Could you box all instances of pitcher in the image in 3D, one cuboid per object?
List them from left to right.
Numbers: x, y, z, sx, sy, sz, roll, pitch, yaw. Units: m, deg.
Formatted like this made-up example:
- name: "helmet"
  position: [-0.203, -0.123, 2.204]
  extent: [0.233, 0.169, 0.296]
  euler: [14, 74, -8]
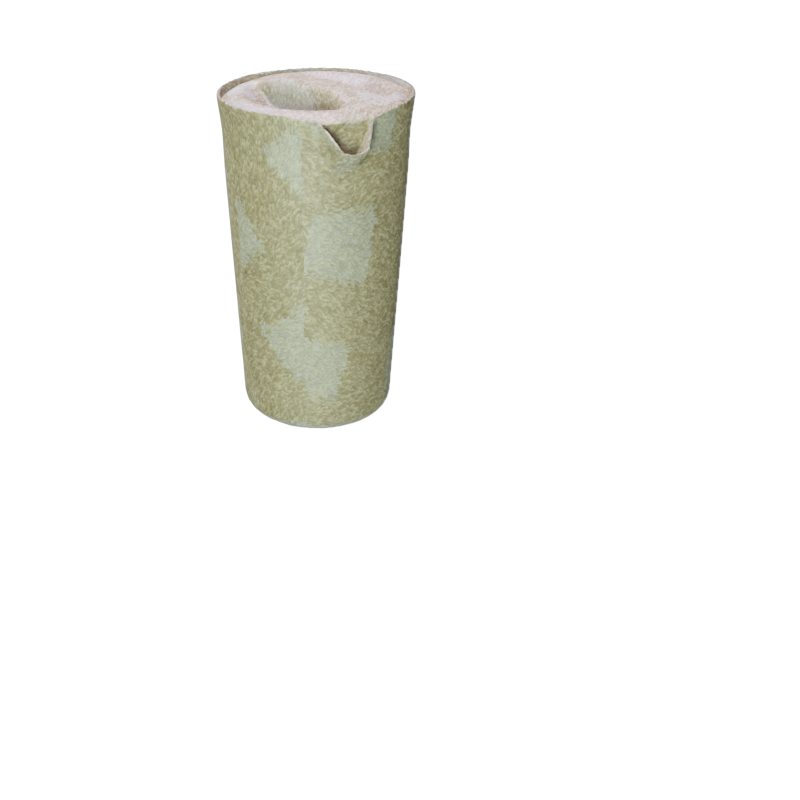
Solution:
- name: "pitcher"
  position: [-0.062, -0.114, 0.796]
  extent: [0.150, 0.231, 0.151]
  euler: [12, 27, 22]
